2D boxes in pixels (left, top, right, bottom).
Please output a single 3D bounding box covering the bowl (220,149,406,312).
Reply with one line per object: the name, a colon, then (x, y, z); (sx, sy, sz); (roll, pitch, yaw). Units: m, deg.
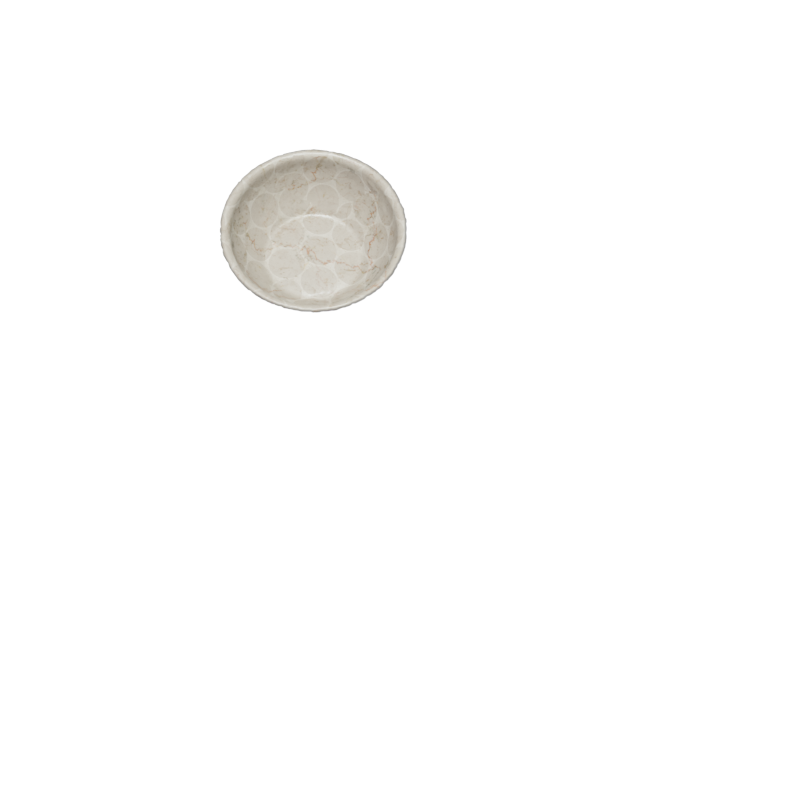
bowl: (-0.077, -0.140, 0.980); (0.162, 0.172, 0.052); (-1, -27, -1)
